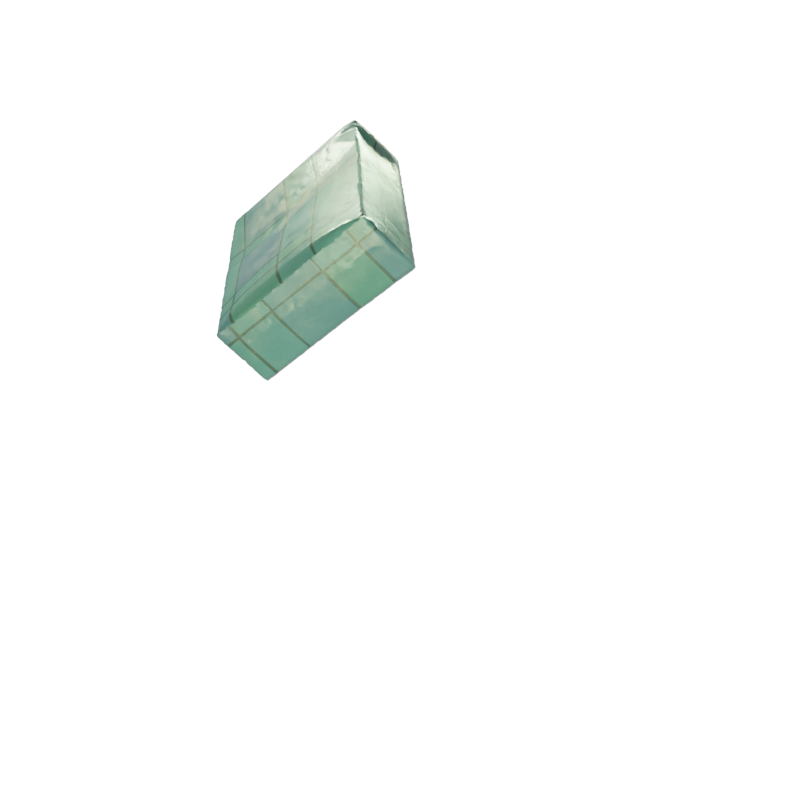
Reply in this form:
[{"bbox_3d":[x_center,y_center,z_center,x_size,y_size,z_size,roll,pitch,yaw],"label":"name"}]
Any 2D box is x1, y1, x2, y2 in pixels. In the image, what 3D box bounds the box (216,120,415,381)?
[{"bbox_3d":[-0.077,-0.140,0.979,0.163,0.068,0.228,-37,28,18],"label":"box"}]
